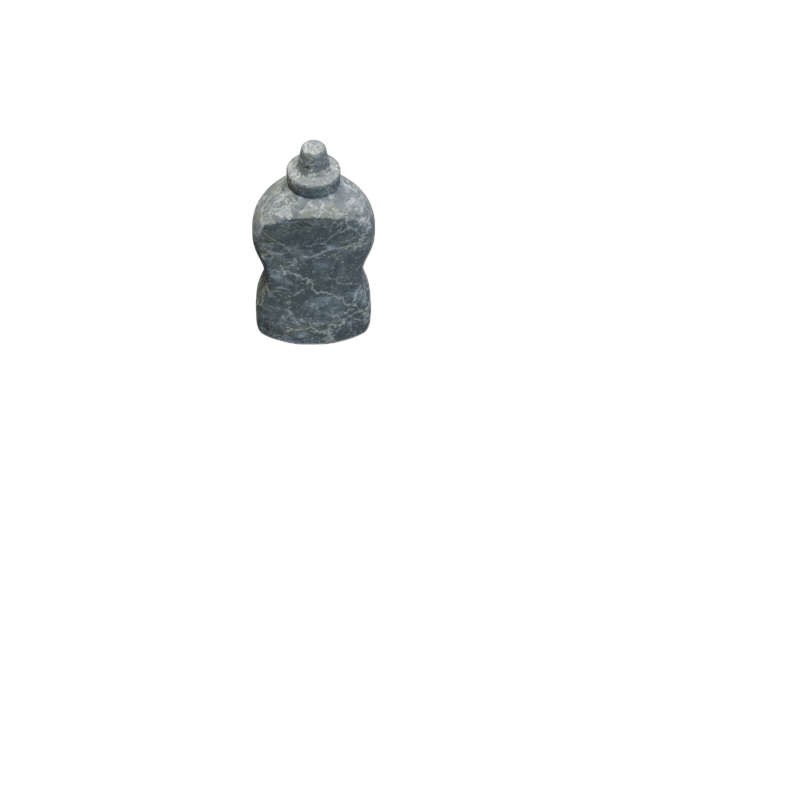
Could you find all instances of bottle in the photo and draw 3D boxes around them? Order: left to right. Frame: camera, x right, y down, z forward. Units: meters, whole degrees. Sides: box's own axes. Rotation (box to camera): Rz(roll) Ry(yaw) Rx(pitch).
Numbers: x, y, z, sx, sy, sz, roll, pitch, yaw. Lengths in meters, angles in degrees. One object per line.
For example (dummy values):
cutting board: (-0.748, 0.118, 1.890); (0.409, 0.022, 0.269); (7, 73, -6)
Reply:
bottle: (-0.069, -0.126, 0.877); (0.096, 0.063, 0.179); (1, -42, -2)
